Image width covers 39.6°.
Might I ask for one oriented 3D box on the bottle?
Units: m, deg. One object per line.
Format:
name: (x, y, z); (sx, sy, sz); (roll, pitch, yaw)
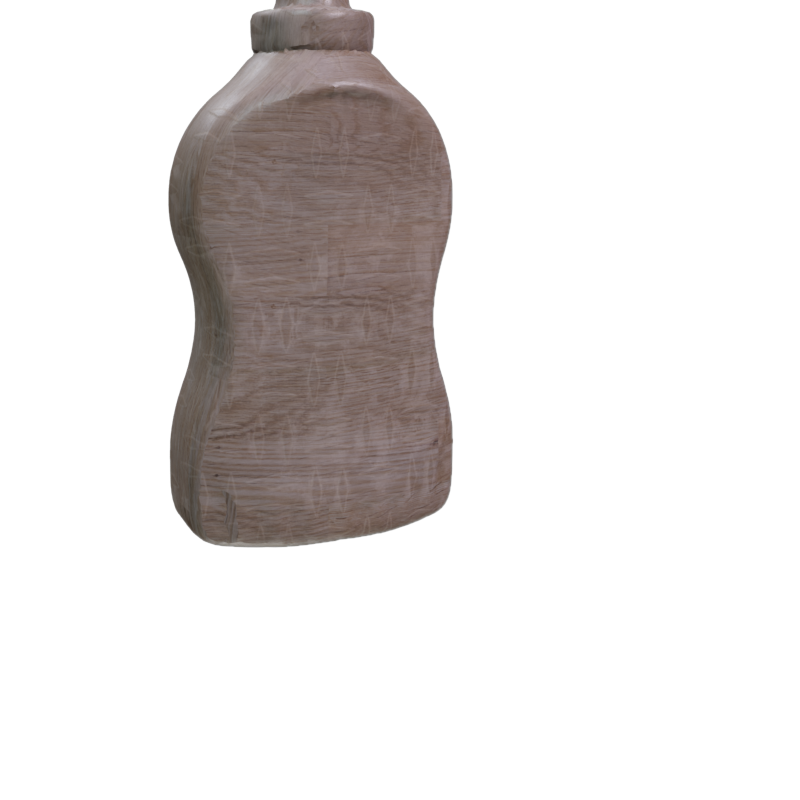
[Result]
bottle: (-0.029, -0.053, 0.372); (0.094, 0.188, 0.061); (-3, 8, -22)
